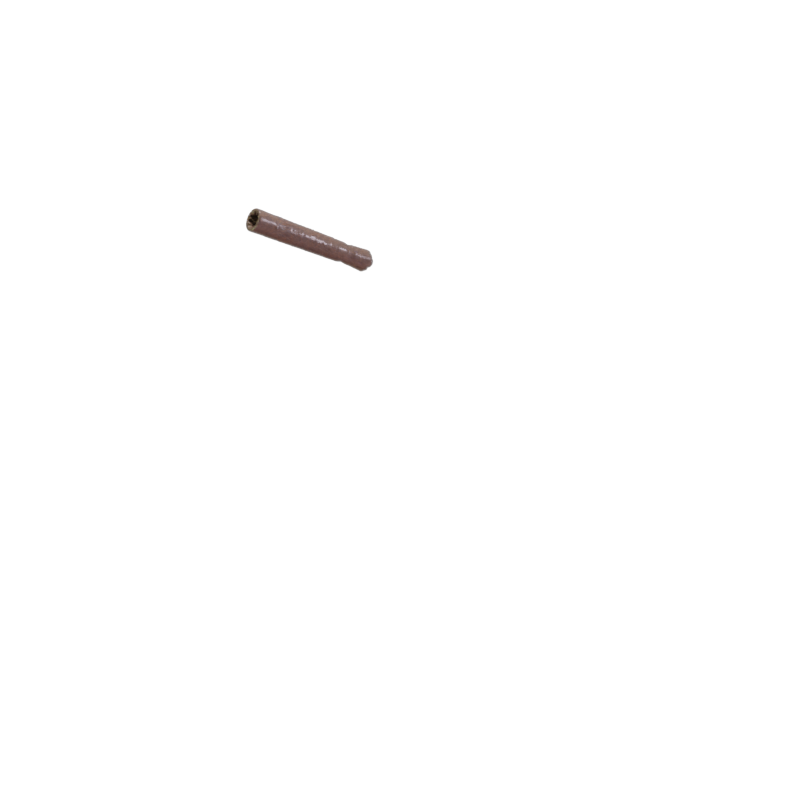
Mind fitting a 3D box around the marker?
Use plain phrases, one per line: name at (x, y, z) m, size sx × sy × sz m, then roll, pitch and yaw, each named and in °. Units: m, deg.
marker at (-0.070, -0.127, 0.891) m, size 0.114 × 0.020 × 0.021 m, roll 16°, pitch -6°, yaw -36°
